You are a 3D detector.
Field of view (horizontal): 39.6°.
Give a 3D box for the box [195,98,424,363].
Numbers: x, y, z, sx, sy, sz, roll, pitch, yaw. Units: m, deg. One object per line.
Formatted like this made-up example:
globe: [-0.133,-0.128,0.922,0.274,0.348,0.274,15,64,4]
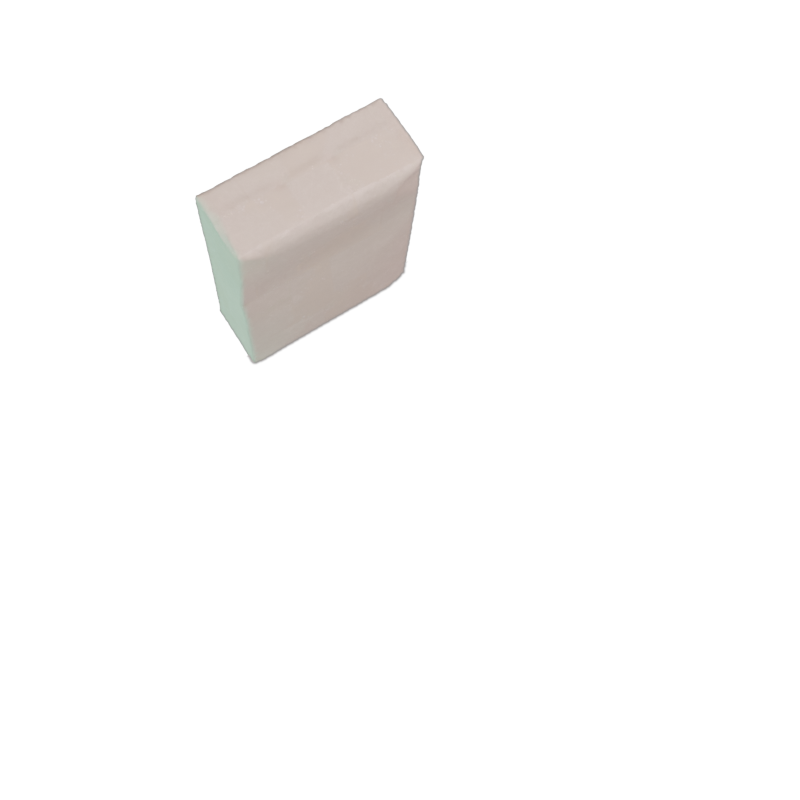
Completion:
box: [-0.071,-0.129,0.901,0.164,0.075,0.204,-32,-14,-14]
